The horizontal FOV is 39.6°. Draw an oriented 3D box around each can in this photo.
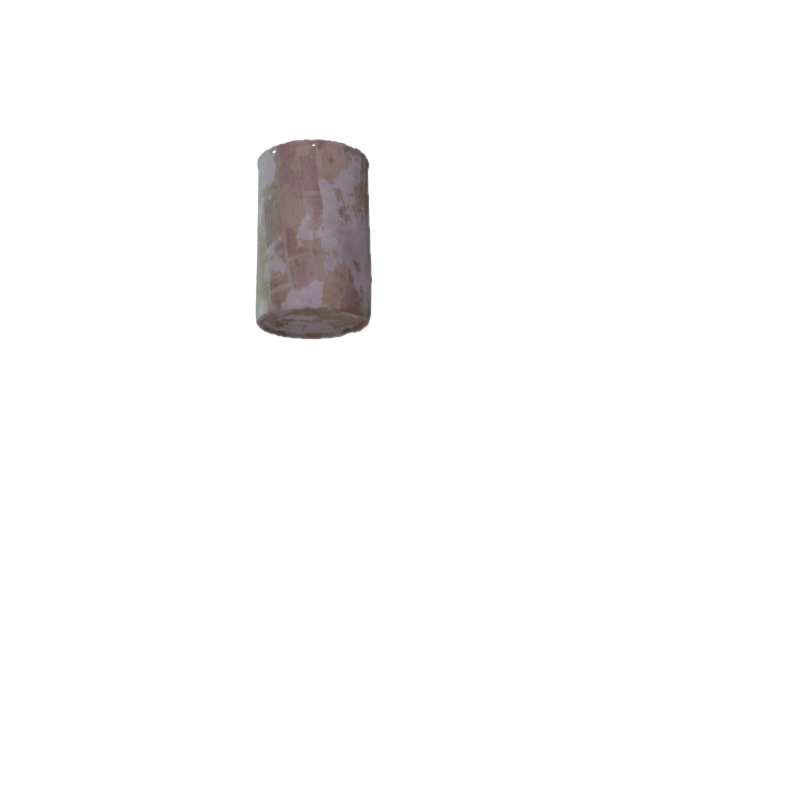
[{"bbox_3d":[-0.051,-0.093,0.655,0.068,0.107,0.066,0,-18,-2],"label":"can"}]
